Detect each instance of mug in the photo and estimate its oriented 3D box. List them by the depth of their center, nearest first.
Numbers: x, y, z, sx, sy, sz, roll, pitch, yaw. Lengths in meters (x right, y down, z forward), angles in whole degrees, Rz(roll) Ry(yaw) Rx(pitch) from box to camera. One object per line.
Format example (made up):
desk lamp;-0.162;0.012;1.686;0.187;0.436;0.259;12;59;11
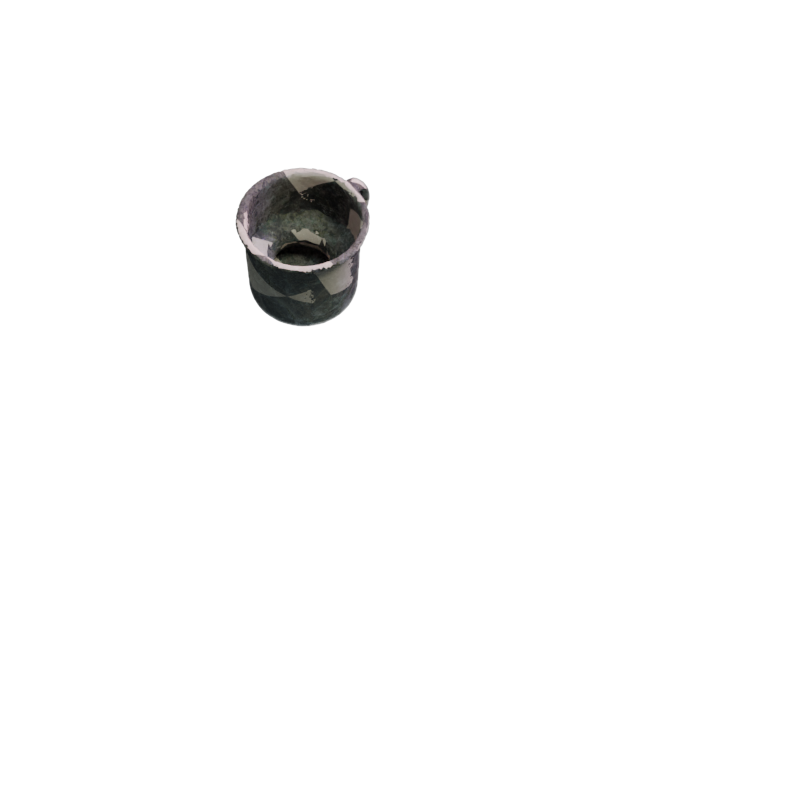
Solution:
mug;-0.063;-0.115;0.808;0.097;0.120;0.076;32;-29;18
